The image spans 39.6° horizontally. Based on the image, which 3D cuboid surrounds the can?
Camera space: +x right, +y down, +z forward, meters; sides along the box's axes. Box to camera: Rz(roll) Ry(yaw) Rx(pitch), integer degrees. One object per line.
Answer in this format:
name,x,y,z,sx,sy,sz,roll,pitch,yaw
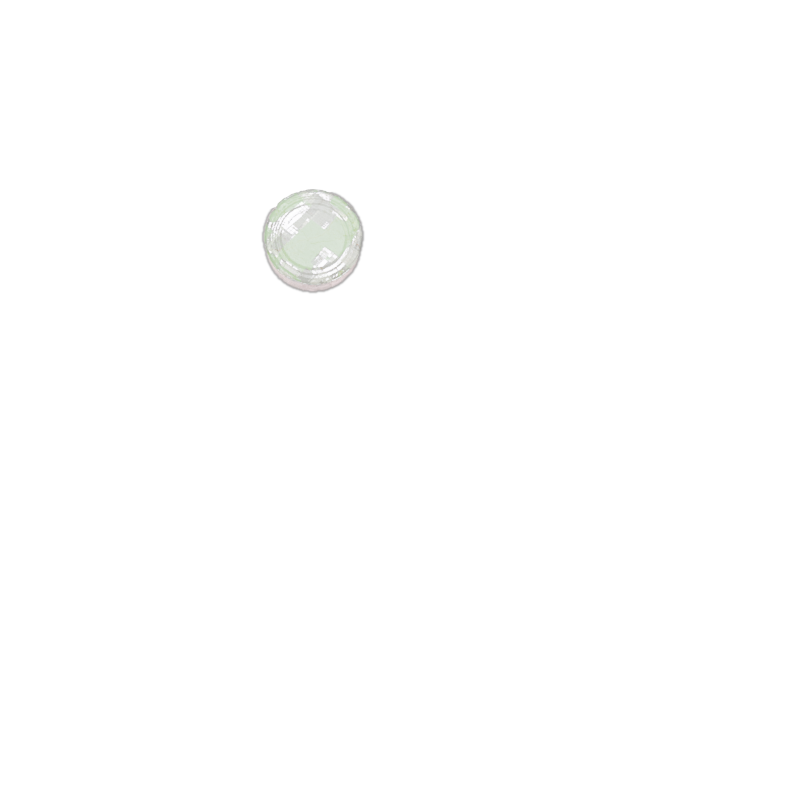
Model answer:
can,-0.076,-0.138,0.968,0.086,0.089,0.032,0,-15,-1
